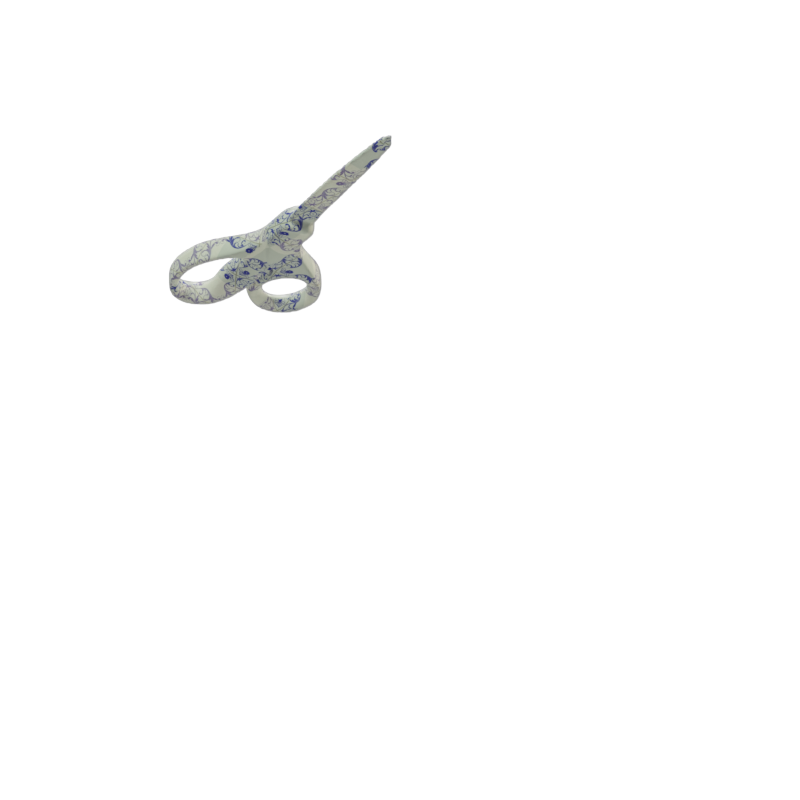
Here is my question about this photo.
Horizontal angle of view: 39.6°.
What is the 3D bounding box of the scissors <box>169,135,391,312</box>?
[{"bbox_3d":[-0.047,-0.085,0.598,0.203,0.017,0.090,-18,-27,41],"label":"scissors"}]
